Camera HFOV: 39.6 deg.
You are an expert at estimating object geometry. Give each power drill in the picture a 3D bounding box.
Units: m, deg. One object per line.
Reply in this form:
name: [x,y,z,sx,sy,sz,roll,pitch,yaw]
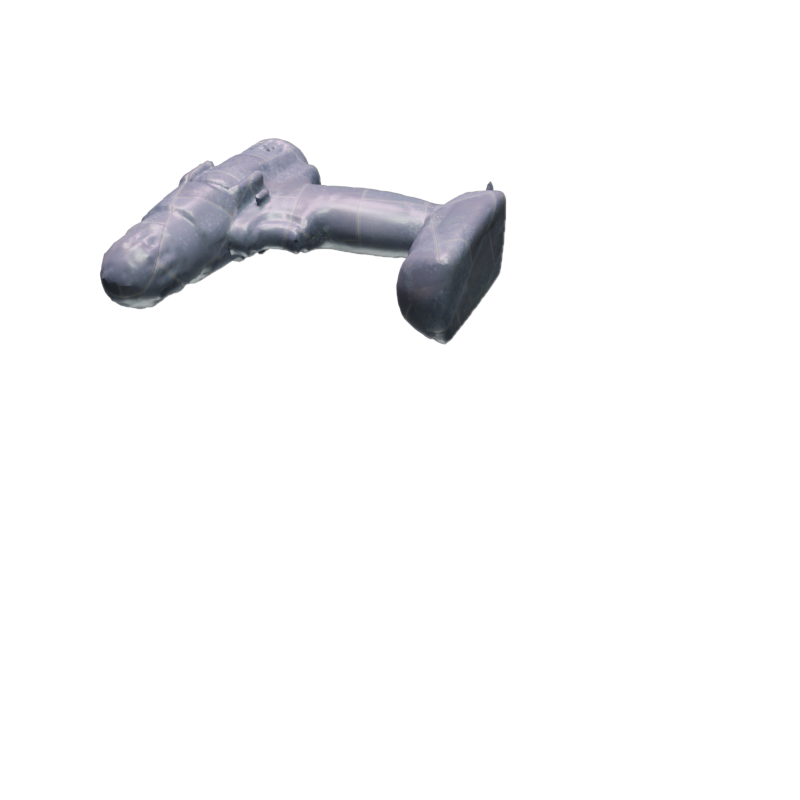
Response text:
power drill: [-0.048,-0.088,0.615,0.195,0.054,0.189,15,37,21]
